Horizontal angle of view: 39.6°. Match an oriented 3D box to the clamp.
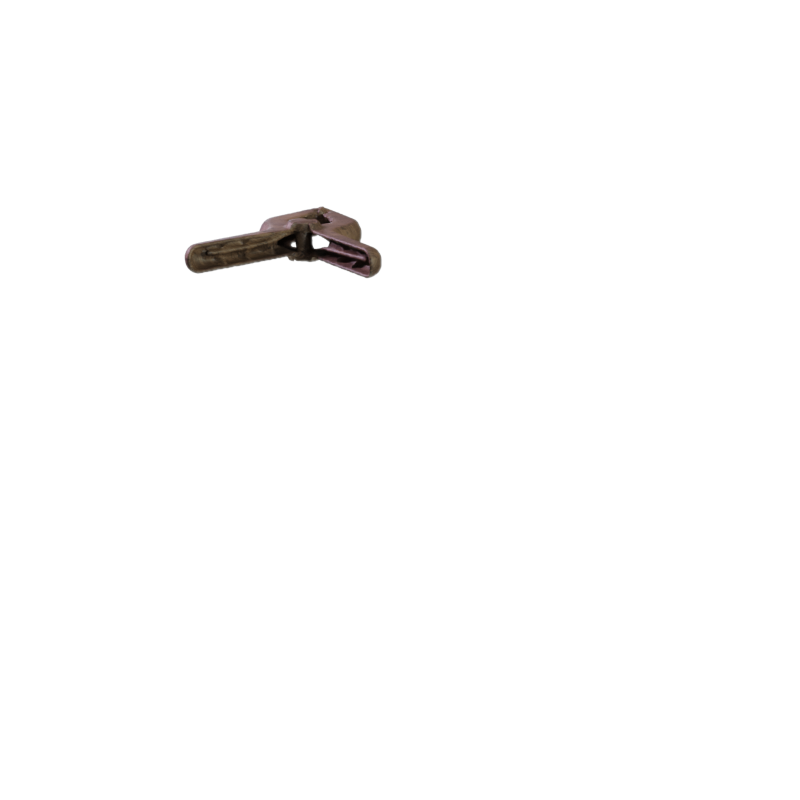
[{"bbox_3d":[-0.078,-0.141,0.990,0.168,0.035,0.212,5,19,15],"label":"clamp"}]
